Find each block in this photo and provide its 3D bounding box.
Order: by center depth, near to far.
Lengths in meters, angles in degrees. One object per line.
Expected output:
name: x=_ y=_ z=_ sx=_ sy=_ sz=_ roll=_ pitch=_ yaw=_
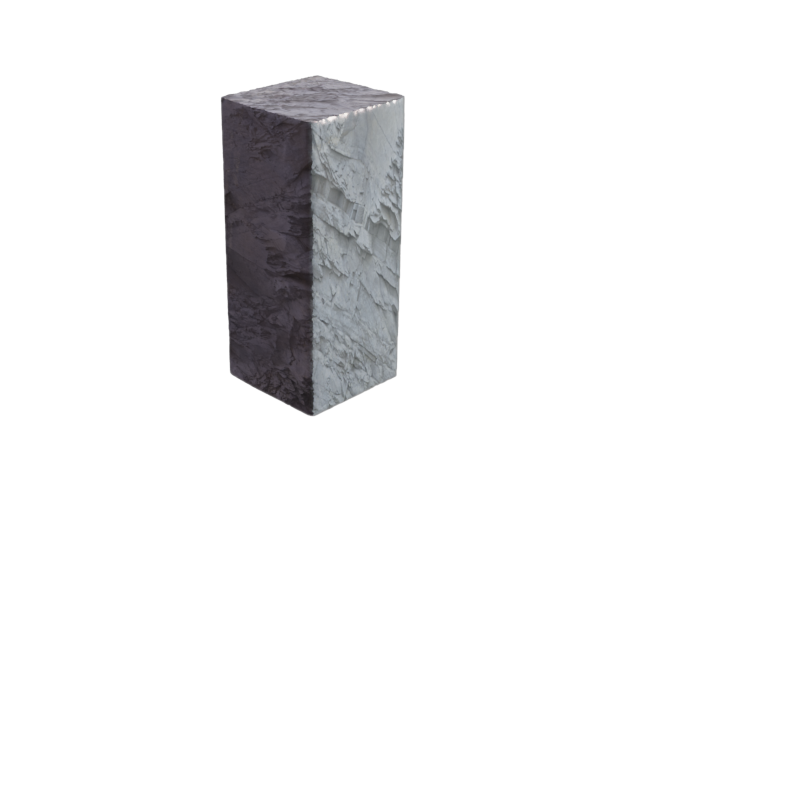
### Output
block: x=-0.059 y=-0.109 z=0.763 sx=0.096 sy=0.196 sz=0.090 roll=23 pitch=31 yaw=39
